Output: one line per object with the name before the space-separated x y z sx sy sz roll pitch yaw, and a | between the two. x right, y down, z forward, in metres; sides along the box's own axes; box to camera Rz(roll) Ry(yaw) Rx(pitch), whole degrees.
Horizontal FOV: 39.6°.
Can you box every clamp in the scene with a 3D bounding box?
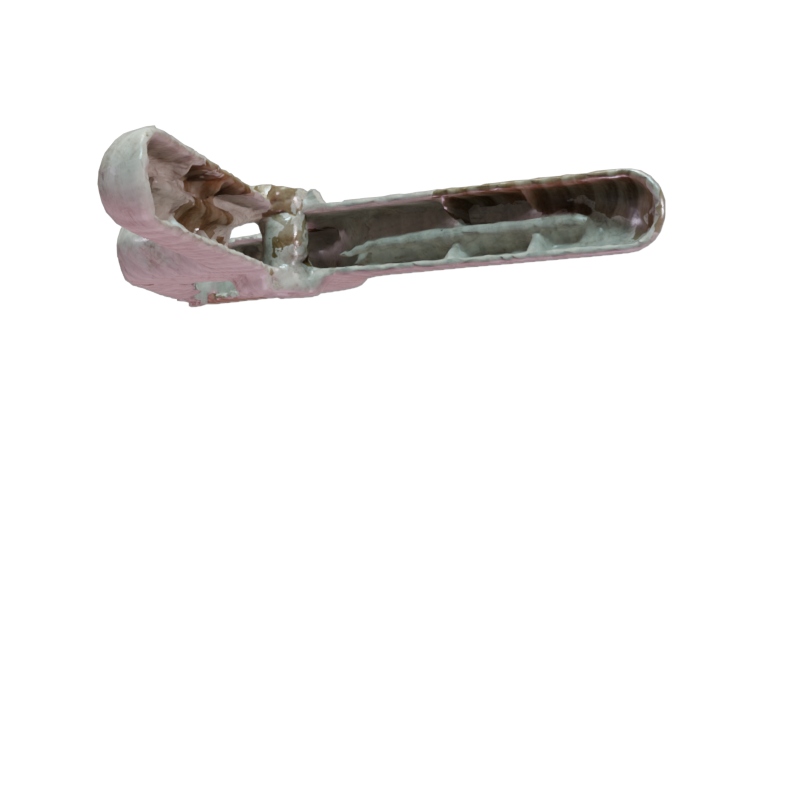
clamp | -0.029 -0.053 0.374 0.160 0.037 0.213 0 -1 -20
